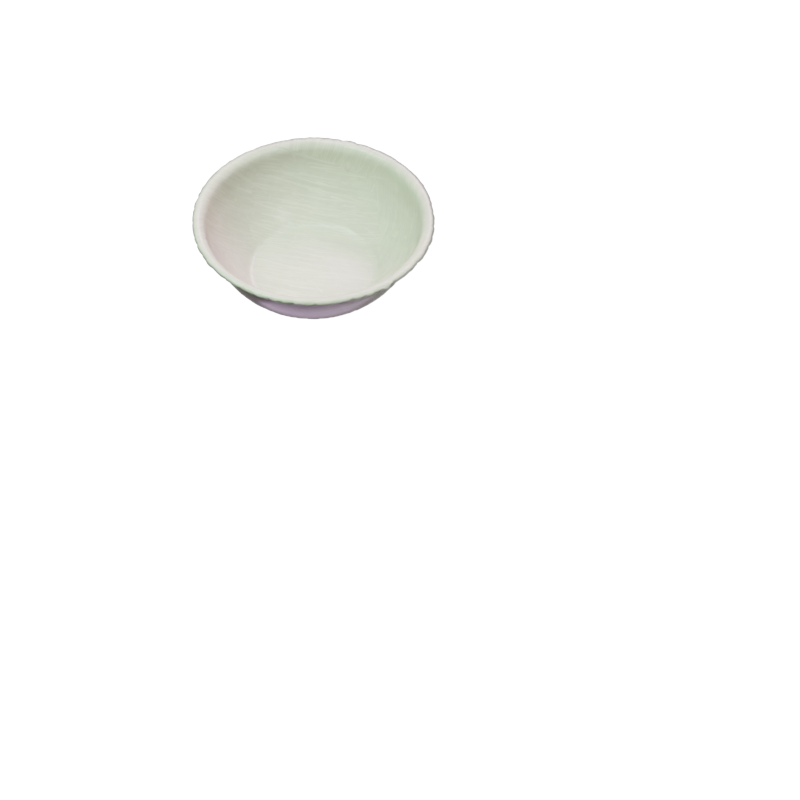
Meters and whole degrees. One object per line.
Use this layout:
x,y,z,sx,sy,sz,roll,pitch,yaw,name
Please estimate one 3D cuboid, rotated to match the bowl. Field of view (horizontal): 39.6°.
-0.059,-0.108,0.755,0.162,0.174,0.051,-1,-42,-1,bowl
